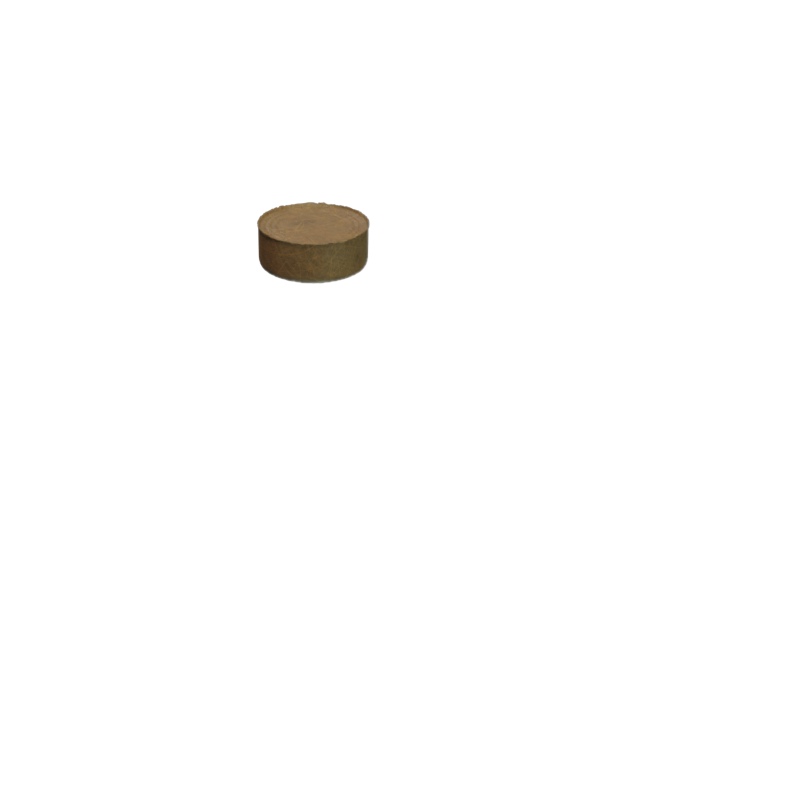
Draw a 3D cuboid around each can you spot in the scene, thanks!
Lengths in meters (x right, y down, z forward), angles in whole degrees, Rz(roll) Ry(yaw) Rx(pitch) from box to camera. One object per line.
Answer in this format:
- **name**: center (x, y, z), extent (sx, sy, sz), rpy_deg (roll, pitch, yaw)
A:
- **can**: center (-0.066, -0.121, 0.849), extent (0.086, 0.032, 0.091), rpy_deg (-1, 29, -2)
